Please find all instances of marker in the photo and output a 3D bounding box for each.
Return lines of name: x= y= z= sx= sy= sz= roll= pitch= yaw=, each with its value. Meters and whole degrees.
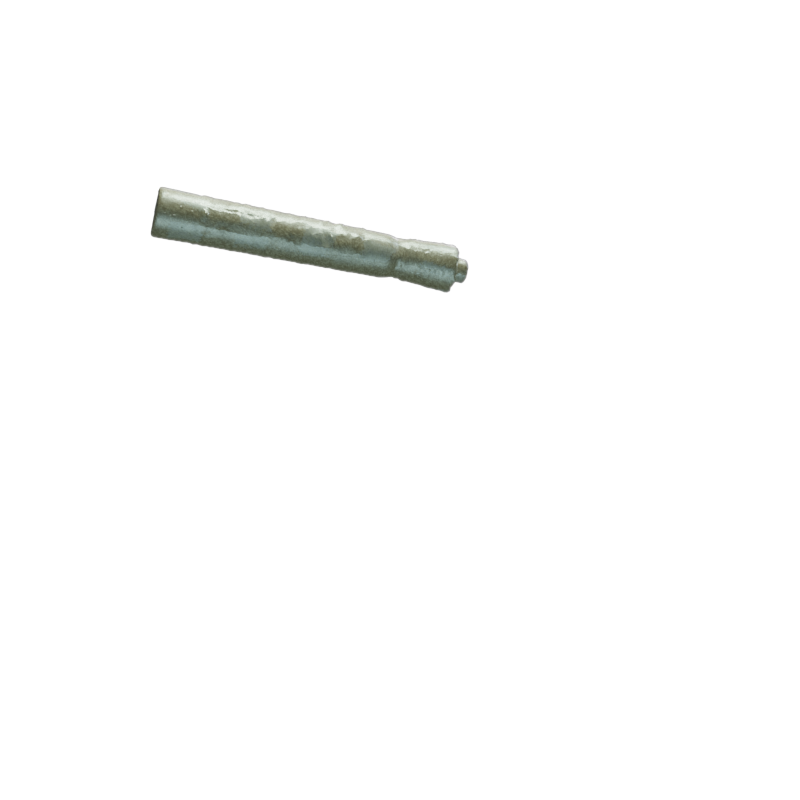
marker: x=-0.033 y=-0.060 z=0.419 sx=0.119 sy=0.020 sz=0.020 roll=10 pitch=2 yaw=-9
